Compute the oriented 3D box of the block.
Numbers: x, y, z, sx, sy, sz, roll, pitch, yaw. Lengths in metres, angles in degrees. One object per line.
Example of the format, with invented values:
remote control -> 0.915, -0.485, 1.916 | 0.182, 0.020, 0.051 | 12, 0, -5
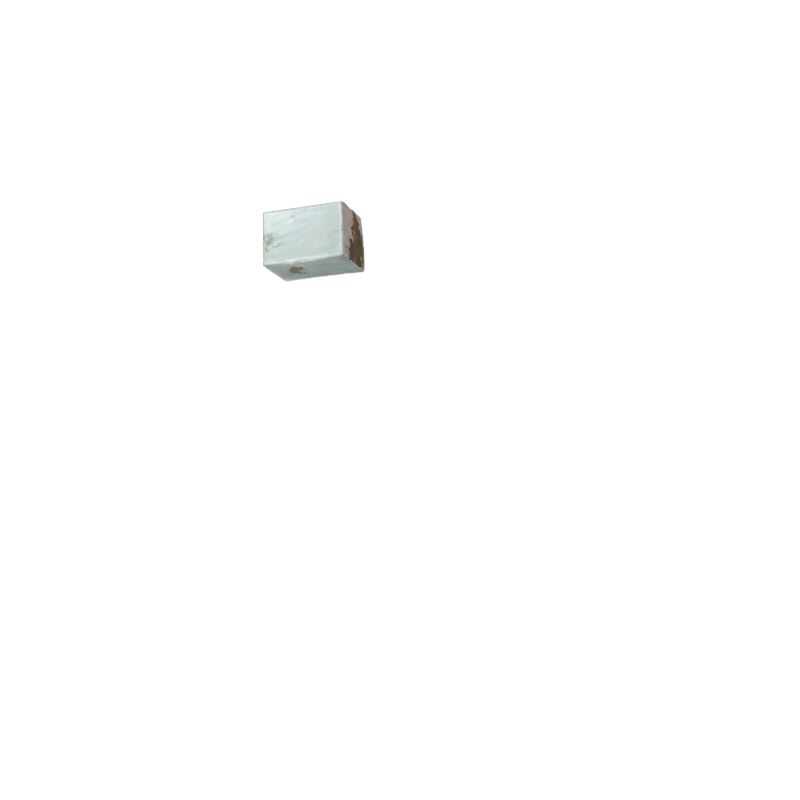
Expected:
block -> -0.076, -0.139, 0.975 | 0.079, 0.053, 0.050 | -5, -15, 19
